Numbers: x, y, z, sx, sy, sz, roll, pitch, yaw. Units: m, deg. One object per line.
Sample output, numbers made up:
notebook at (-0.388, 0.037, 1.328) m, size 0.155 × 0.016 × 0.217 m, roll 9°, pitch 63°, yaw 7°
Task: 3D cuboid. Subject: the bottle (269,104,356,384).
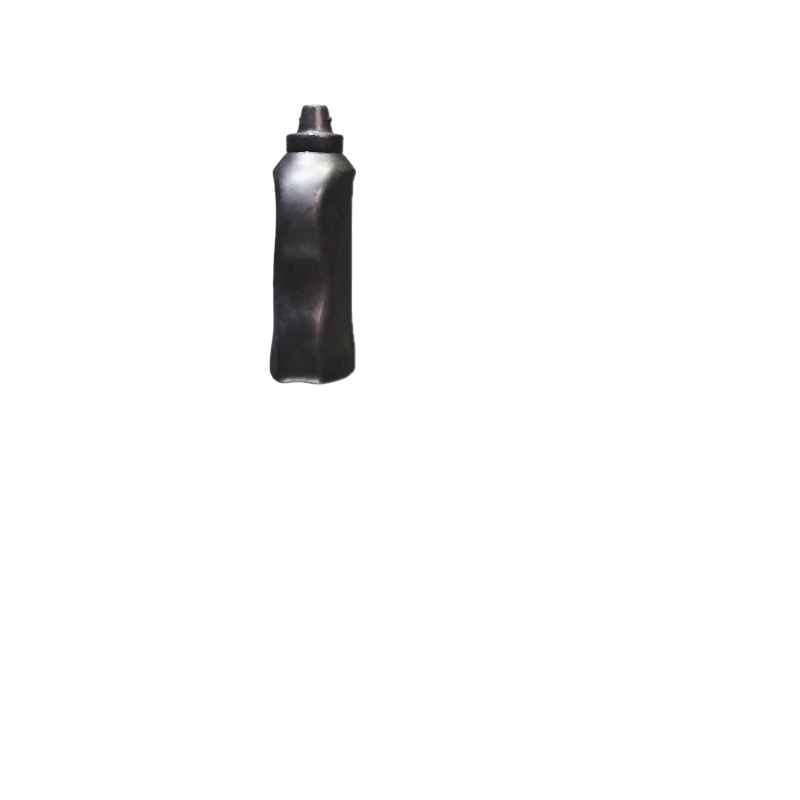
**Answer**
bottle at (-0.061, -0.112, 0.783) m, size 0.059 × 0.191 × 0.095 m, roll 1°, pitch 3°, yaw 12°
